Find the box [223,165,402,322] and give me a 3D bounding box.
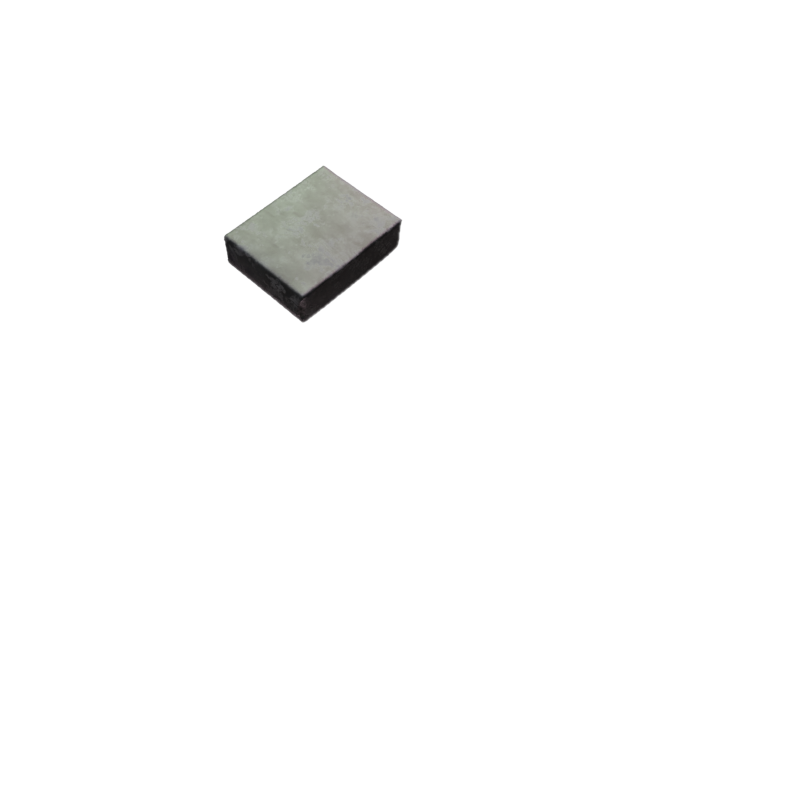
[{"bbox_3d":[-0.069,-0.125,0.878,0.095,0.036,0.115,37,60,25],"label":"box"}]
